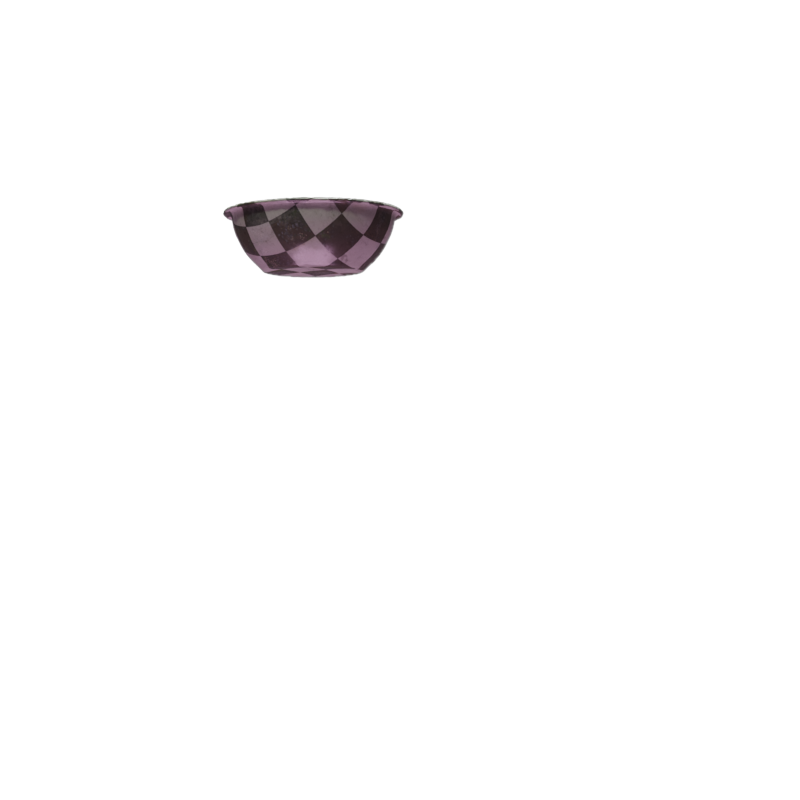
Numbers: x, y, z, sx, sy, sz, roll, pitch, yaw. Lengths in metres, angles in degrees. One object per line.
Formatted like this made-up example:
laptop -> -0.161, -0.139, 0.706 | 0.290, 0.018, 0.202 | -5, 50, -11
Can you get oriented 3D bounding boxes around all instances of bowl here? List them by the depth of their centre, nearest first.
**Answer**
bowl -> -0.078, -0.142, 0.994 | 0.162, 0.056, 0.160 | 0, -1, -2
